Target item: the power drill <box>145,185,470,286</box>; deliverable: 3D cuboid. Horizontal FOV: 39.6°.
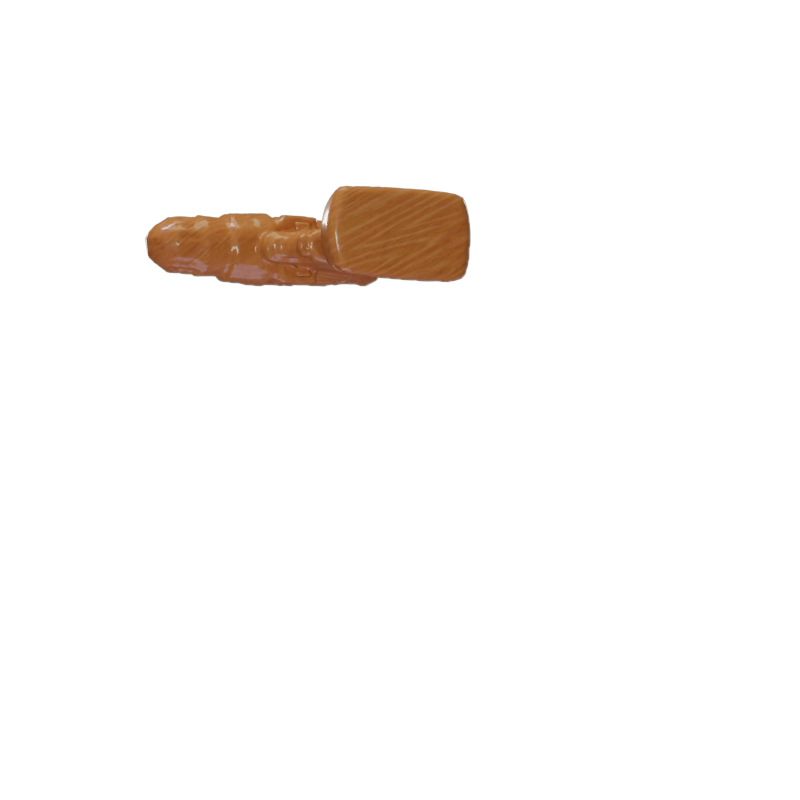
[{"bbox_3d":[-0.058,-0.106,0.743,0.178,0.057,0.194,-2,5,-30],"label":"power drill"}]
